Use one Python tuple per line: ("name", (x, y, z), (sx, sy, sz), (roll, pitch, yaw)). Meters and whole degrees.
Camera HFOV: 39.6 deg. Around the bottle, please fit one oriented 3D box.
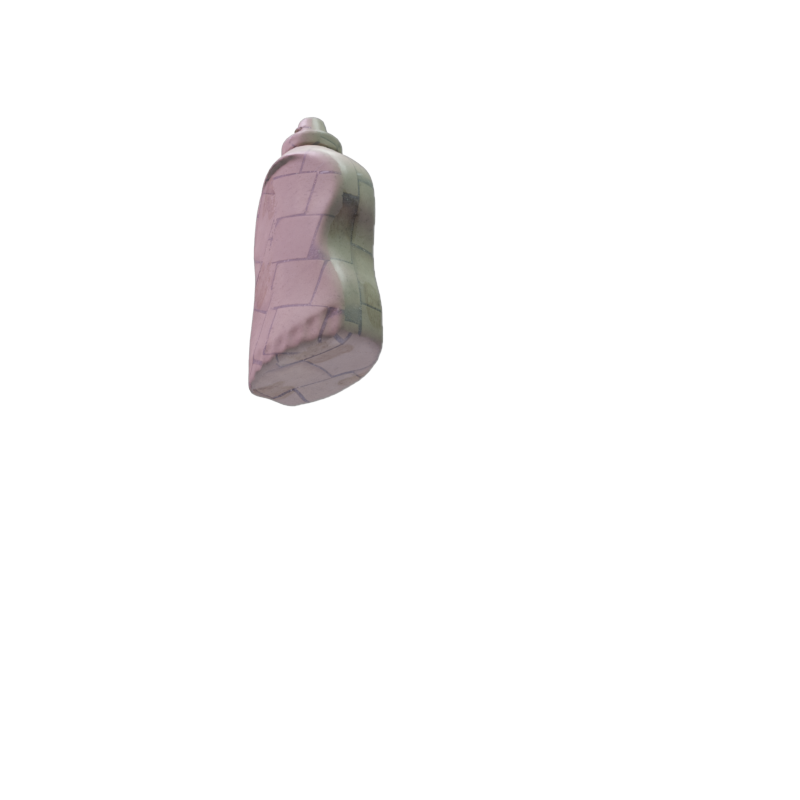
("bottle", (-0.055, -0.100, 0.699), (0.055, 0.204, 0.095), (21, -38, -33))
